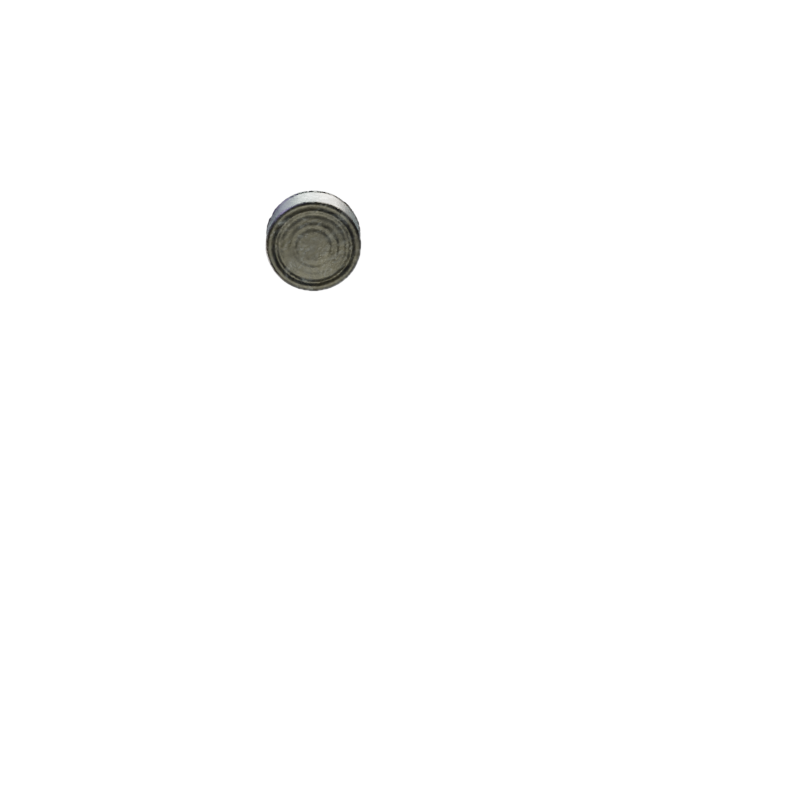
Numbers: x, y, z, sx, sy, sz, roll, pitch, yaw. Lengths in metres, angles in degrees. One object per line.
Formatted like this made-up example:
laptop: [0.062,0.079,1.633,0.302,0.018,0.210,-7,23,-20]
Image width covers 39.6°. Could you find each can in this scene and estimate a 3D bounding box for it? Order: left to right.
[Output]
can: [-0.077,-0.141,0.989,0.086,0.082,0.035,0,22,-1]
